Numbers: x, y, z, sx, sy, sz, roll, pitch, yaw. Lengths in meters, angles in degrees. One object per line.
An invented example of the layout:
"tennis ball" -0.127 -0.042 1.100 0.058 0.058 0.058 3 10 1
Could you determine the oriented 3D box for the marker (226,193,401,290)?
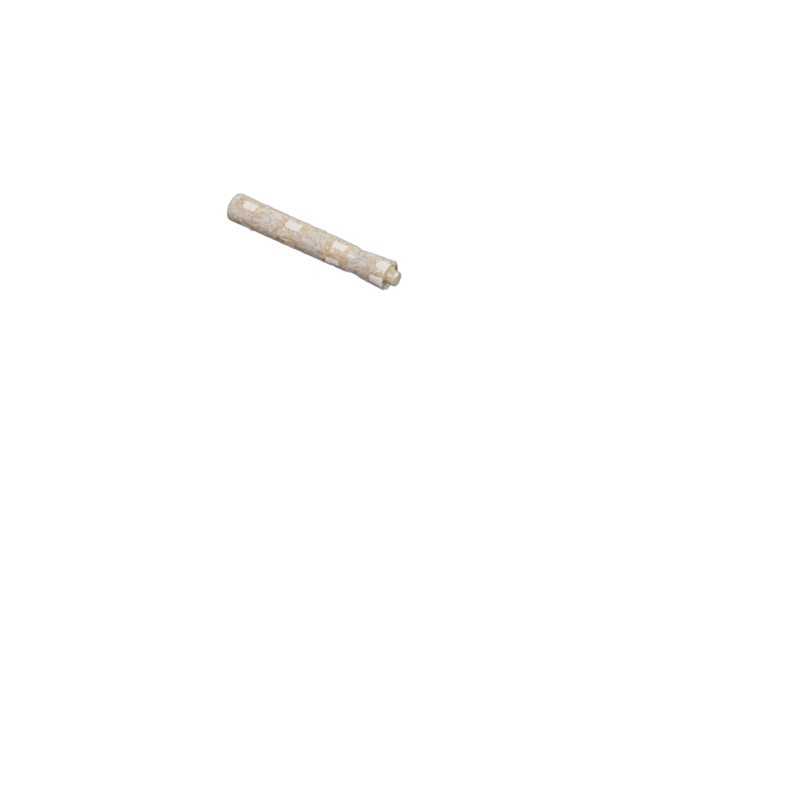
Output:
"marker" -0.053 -0.097 0.678 0.127 0.019 0.019 27 15 24
